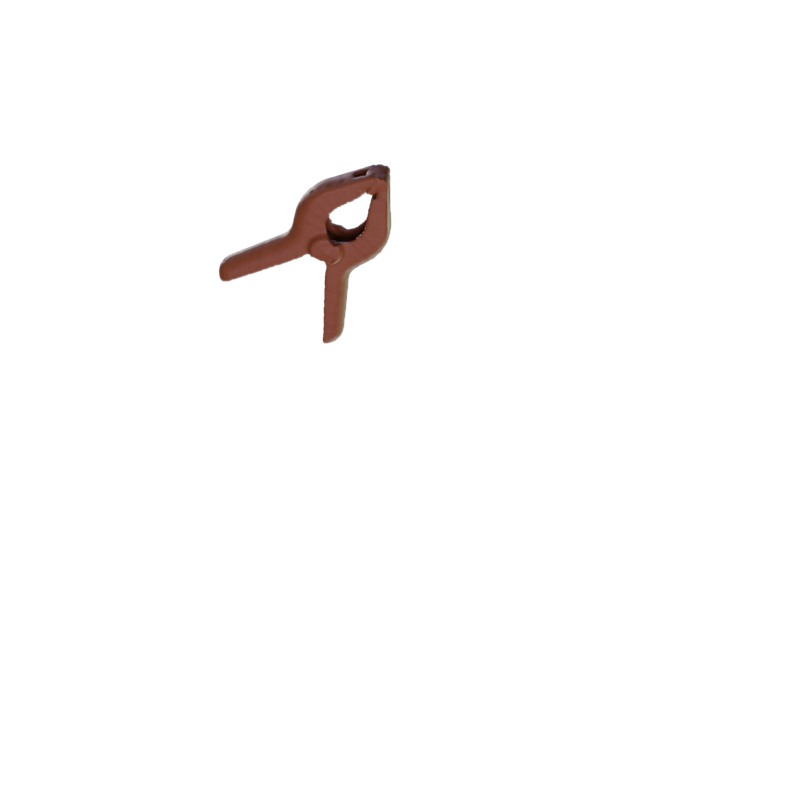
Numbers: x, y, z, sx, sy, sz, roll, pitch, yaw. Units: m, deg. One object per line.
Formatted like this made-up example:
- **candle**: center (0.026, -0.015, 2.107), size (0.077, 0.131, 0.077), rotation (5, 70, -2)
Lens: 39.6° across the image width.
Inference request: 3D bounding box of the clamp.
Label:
- **clamp**: center (-0.072, -0.131, 0.917), size (0.117, 0.165, 0.042), rotation (23, 30, -15)
